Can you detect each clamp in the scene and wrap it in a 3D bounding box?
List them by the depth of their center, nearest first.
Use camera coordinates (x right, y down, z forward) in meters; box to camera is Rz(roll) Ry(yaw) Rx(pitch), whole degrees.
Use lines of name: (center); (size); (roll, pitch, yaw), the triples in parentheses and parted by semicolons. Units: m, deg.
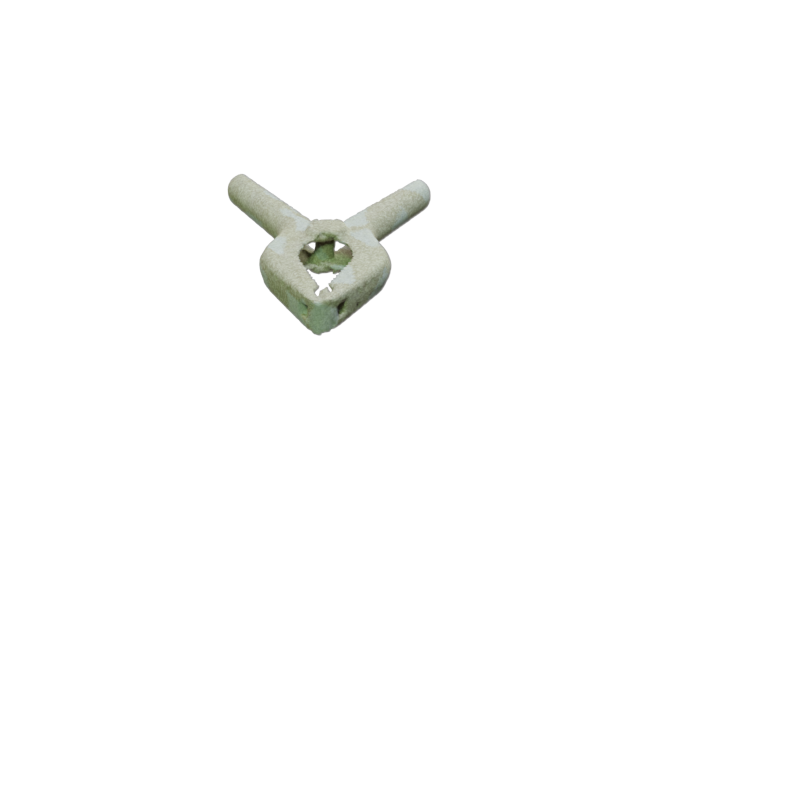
clamp: (-0.065, -0.119, 0.833); (0.166, 0.034, 0.222); (4, 35, 5)
